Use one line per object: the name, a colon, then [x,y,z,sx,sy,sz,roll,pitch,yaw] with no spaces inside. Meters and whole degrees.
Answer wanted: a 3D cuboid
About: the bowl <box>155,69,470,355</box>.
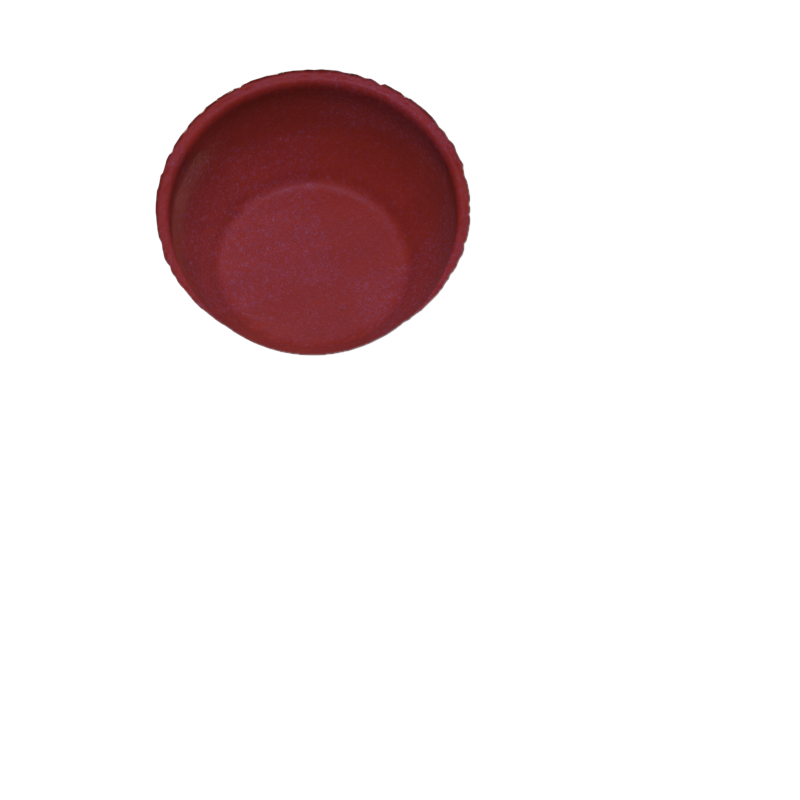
bowl: [-0.043,-0.078,0.548,0.162,0.152,0.058,1,31,-1]
